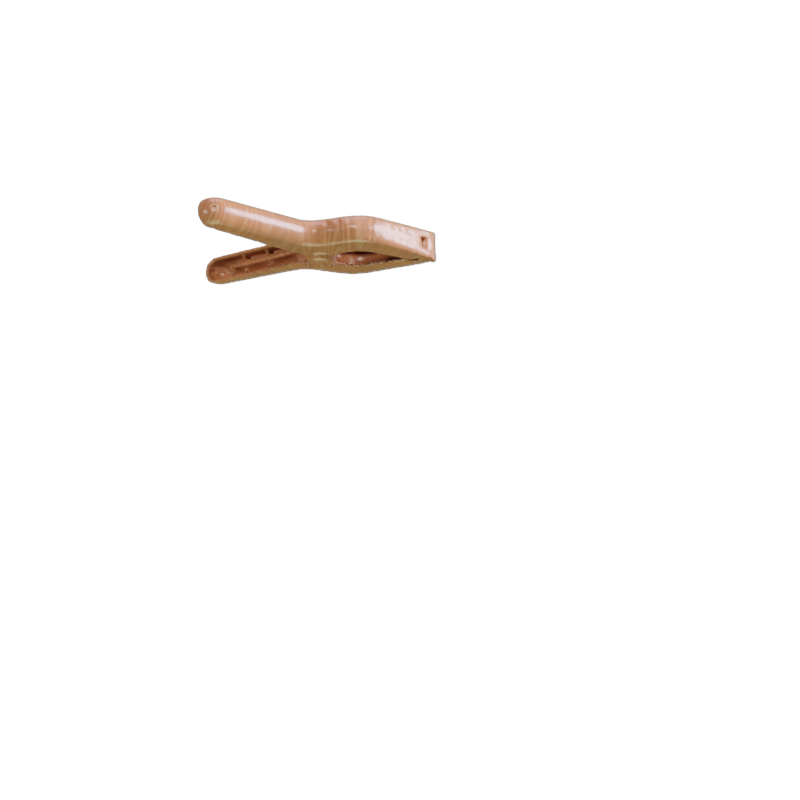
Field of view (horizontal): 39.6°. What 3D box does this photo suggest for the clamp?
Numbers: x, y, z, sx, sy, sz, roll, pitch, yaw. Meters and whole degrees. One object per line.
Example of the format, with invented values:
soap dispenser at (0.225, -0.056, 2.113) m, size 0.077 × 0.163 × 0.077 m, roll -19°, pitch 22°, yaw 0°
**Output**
clamp at (-0.074, -0.136, 0.951) m, size 0.211 × 0.038 × 0.158 m, roll -1°, pitch -12°, yaw 2°
